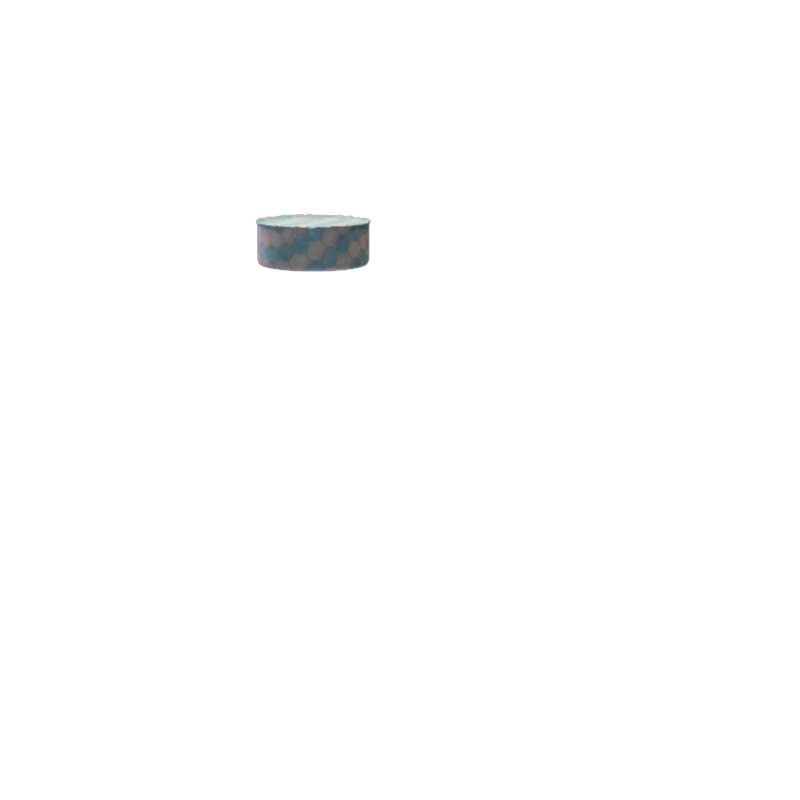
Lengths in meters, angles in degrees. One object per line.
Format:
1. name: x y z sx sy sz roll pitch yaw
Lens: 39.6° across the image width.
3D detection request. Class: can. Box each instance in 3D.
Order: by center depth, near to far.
1. can: -0.065 -0.119 0.830 0.086 0.033 0.088 0 14 -2
